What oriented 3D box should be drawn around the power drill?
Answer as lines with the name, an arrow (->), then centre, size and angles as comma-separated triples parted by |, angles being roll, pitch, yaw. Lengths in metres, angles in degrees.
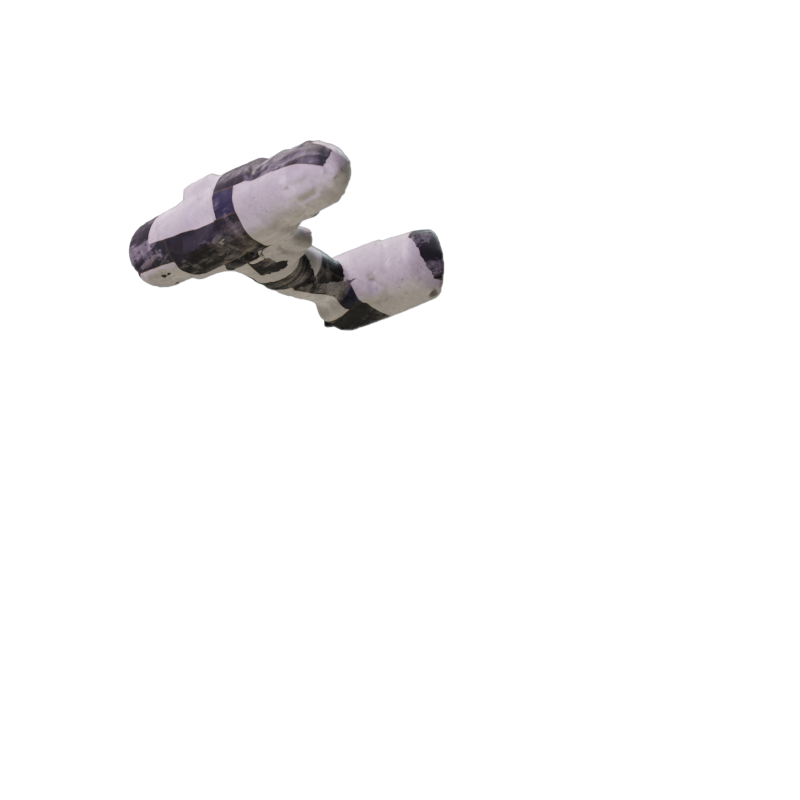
power drill -> -0.057, -0.105, 0.733 | 0.187, 0.060, 0.177 | -16, -23, 41
